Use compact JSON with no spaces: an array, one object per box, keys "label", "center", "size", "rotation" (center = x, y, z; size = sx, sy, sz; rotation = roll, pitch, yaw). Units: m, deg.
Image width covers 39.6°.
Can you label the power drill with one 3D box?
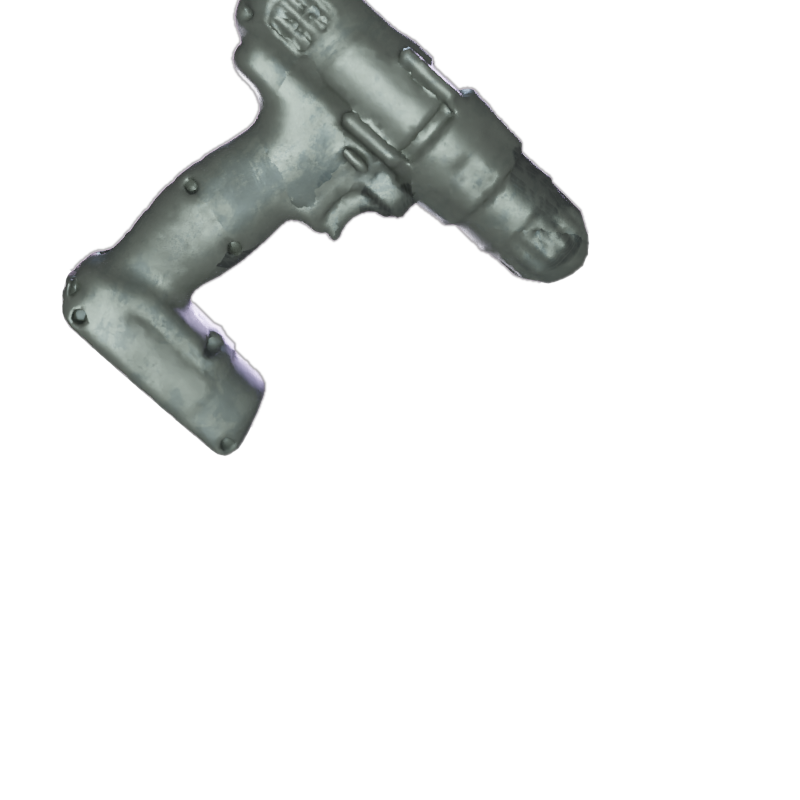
[{"label":"power drill","center":[-0.037,-0.068,0.479],"size":[0.181,0.186,0.059],"rotation":[42,7,-7]}]
